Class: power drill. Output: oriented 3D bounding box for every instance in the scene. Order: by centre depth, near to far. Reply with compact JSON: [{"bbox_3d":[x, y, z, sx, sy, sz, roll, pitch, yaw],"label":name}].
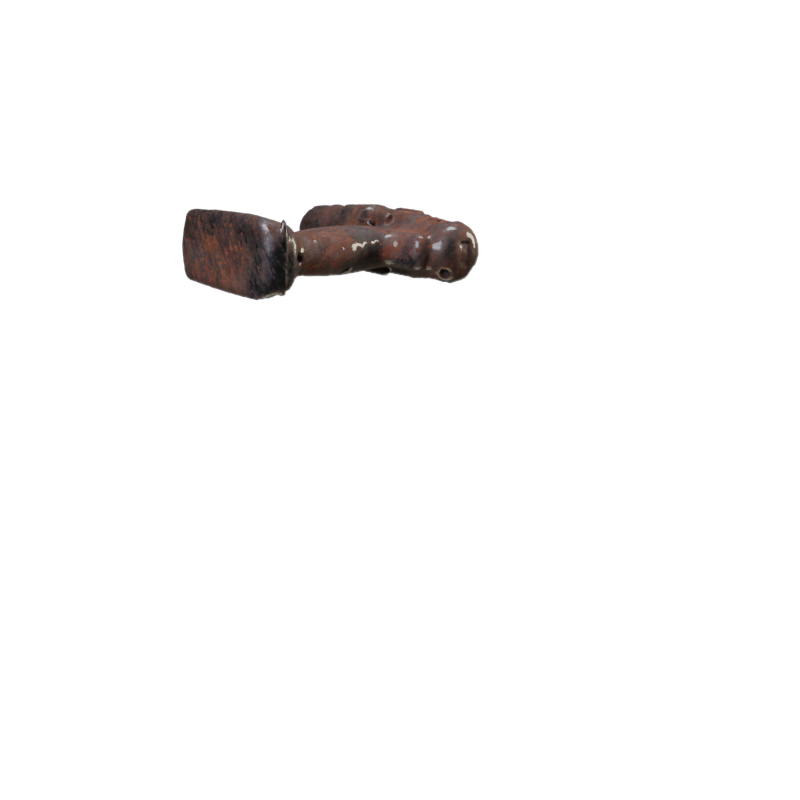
[{"bbox_3d":[-0.065,-0.118,0.827,0.182,0.056,0.194,-12,18,-39],"label":"power drill"}]
